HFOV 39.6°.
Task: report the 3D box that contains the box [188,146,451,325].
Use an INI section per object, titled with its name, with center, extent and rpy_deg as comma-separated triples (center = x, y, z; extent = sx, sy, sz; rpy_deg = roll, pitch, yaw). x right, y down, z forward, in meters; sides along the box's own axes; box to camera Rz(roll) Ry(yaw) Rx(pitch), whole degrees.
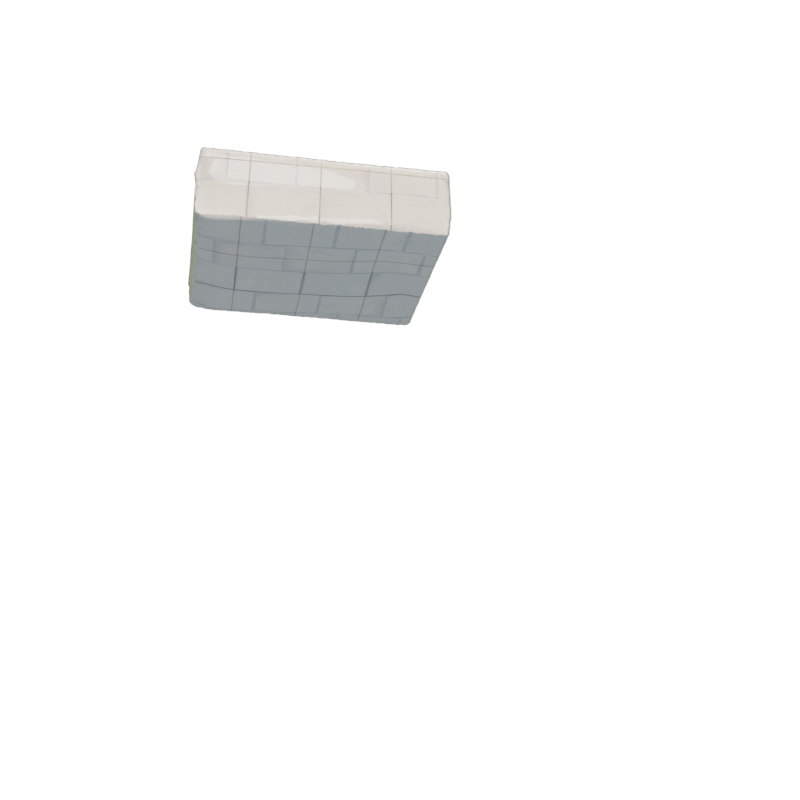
[box]
center = -0.040, -0.073, 0.514
extent = 0.112, 0.041, 0.086
rpy_deg = 4, -26, -8
